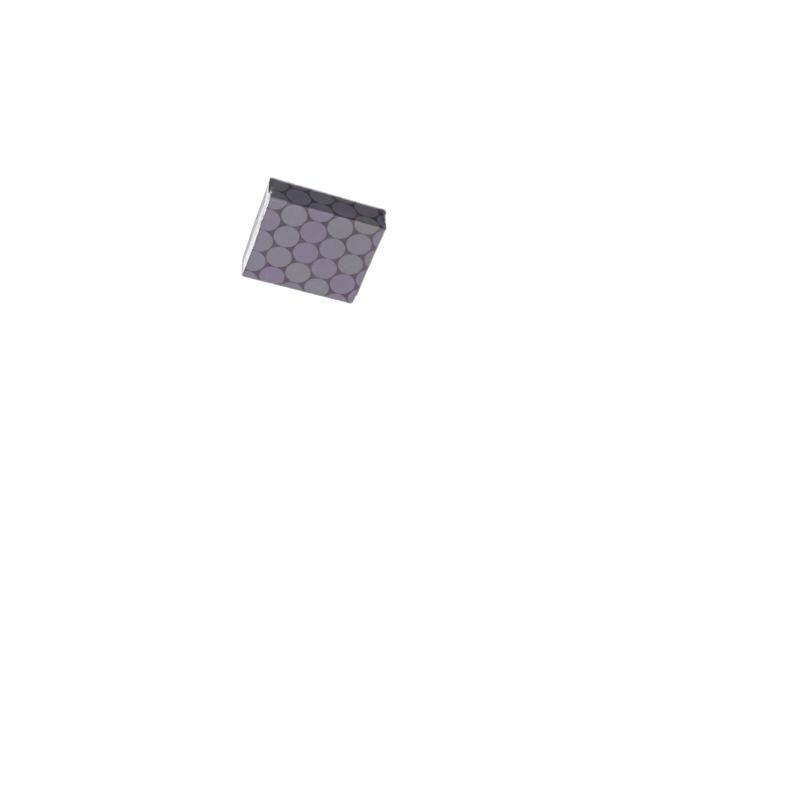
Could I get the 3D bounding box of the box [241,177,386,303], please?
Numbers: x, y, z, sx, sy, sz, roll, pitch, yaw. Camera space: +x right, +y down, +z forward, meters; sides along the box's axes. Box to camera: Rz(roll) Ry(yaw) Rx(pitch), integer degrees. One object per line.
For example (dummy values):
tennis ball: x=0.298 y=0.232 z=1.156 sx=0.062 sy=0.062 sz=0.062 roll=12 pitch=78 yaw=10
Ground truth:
box: x=-0.063 y=-0.115 z=0.804 sx=0.087 sy=0.070 sz=0.032 roll=14 pitch=37 yaw=-12
